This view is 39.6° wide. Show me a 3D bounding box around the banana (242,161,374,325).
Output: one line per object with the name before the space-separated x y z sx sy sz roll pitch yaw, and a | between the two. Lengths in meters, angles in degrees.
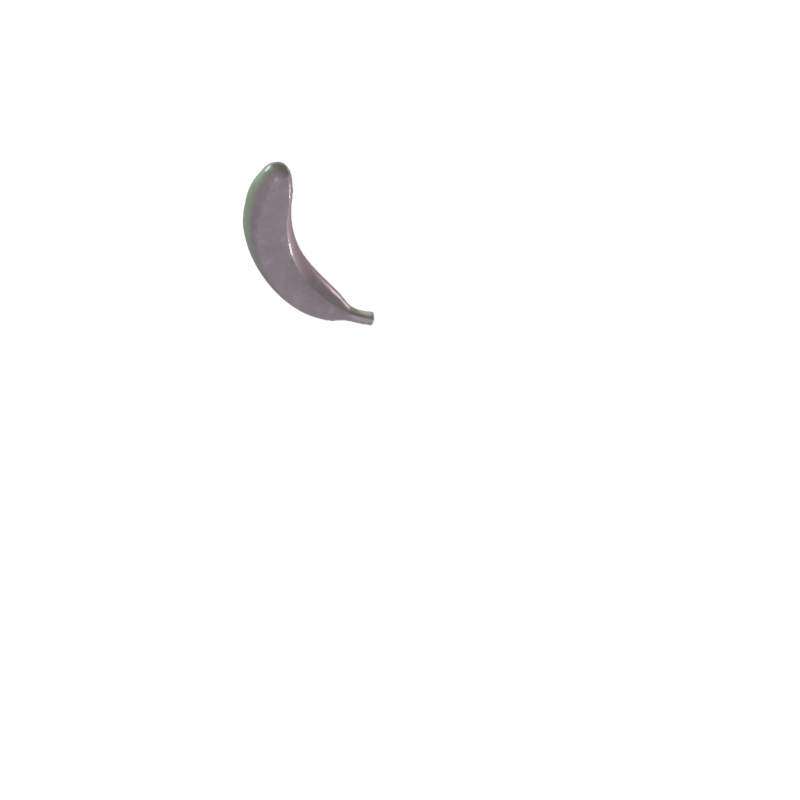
banana | -0.083 -0.117 0.867 0.070 0.039 0.182 -12 -36 16
